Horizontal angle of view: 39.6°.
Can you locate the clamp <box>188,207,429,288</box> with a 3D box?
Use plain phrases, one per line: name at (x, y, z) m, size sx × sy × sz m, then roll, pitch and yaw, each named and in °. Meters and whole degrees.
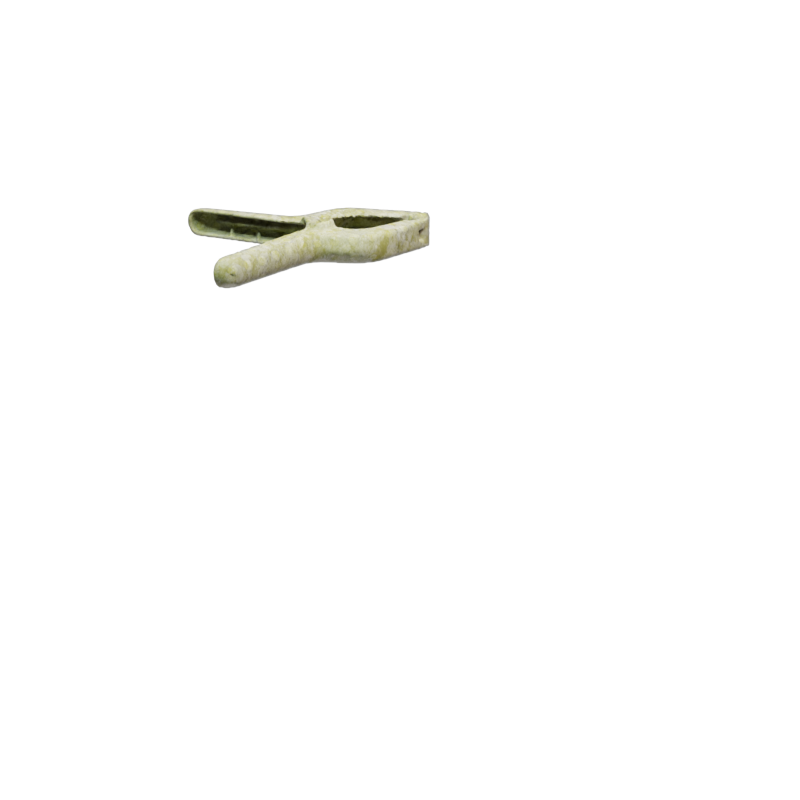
clamp at (-0.074, -0.134, 0.942) m, size 0.208 × 0.035 × 0.174 m, roll -4°, pitch 26°, yaw -8°
